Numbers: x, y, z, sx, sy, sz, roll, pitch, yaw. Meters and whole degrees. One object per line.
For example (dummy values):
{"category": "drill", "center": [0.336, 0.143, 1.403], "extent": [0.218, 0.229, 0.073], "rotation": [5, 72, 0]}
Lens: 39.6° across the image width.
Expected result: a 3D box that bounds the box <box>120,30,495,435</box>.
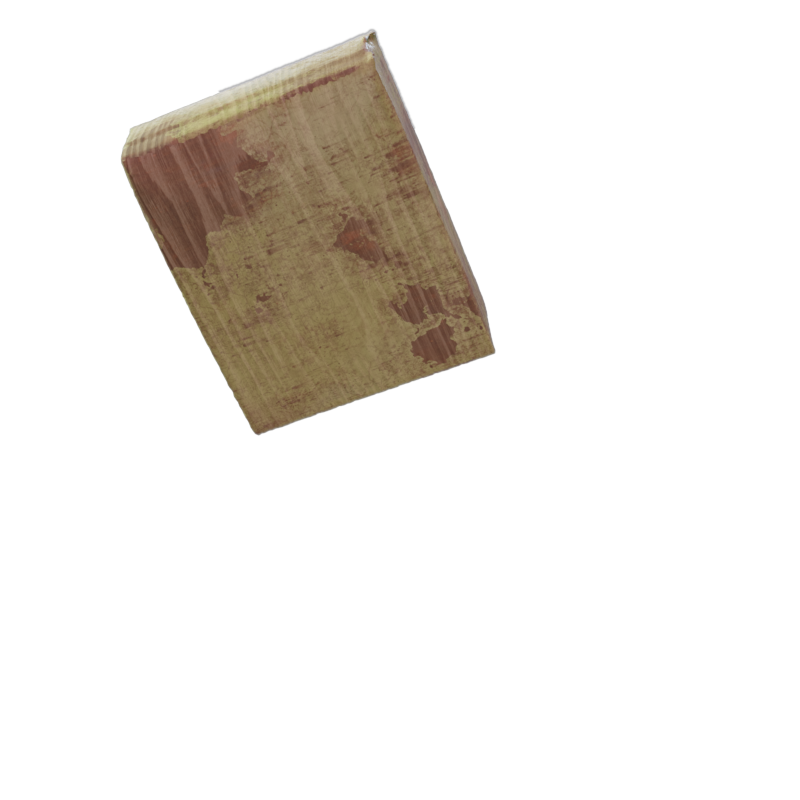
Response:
{"category": "box", "center": [-0.029, -0.053, 0.369], "extent": [0.090, 0.107, 0.041], "rotation": [-20, 26, 9]}
